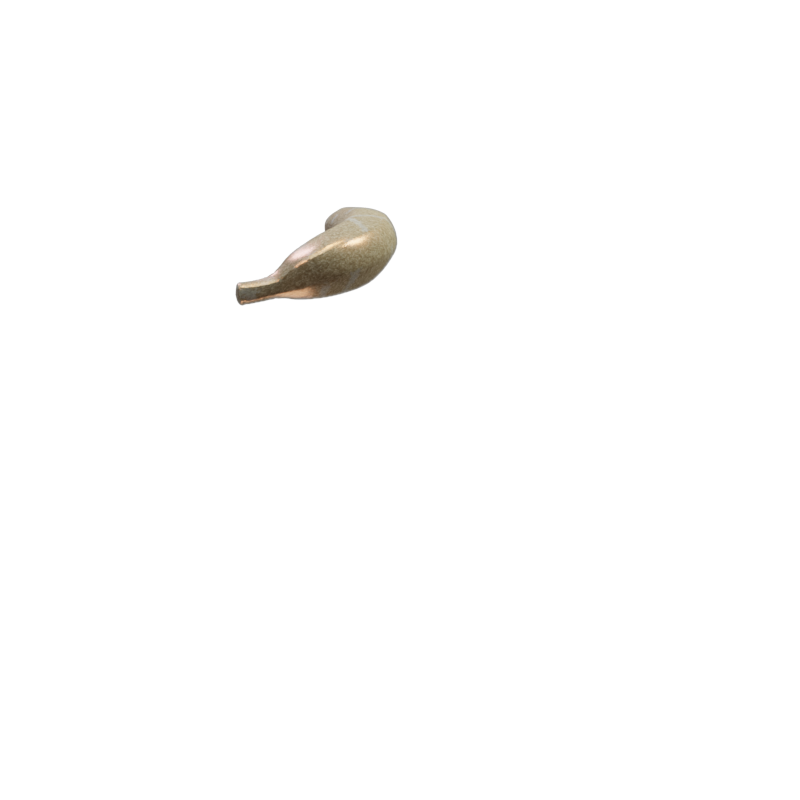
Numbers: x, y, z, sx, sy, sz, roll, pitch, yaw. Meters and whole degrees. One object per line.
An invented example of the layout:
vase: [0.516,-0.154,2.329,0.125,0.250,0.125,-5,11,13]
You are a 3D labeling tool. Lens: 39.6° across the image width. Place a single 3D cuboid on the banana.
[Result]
banana: [-0.036,-0.094,0.668,0.071,0.035,0.200,4,18,12]
